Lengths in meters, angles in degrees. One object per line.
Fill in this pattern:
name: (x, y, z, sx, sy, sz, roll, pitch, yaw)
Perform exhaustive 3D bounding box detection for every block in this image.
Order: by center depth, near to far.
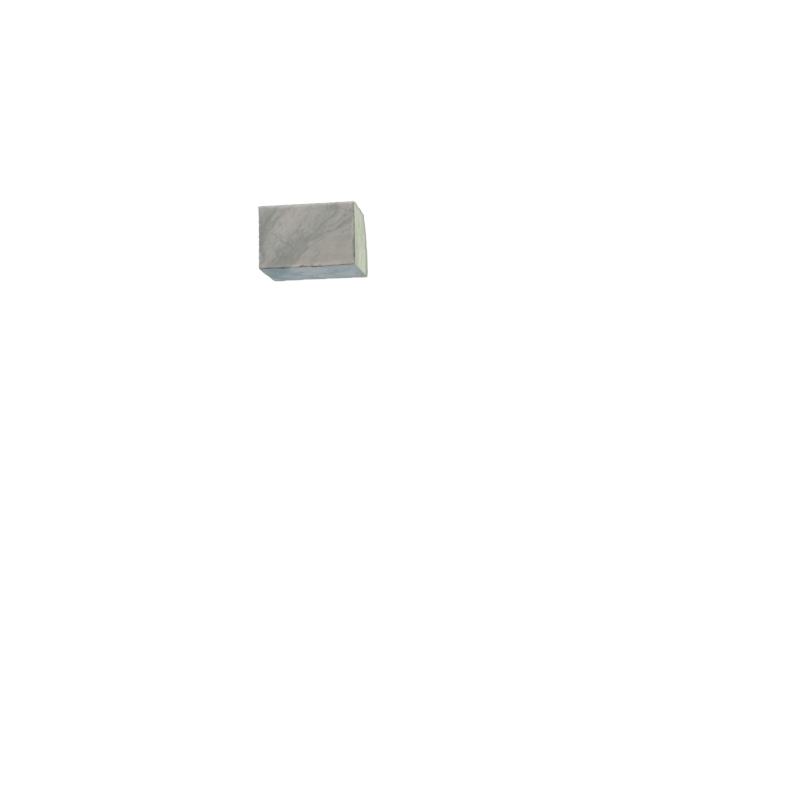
block: (-0.068, -0.123, 0.864, 0.079, 0.053, 0.051, -1, -9, 10)
